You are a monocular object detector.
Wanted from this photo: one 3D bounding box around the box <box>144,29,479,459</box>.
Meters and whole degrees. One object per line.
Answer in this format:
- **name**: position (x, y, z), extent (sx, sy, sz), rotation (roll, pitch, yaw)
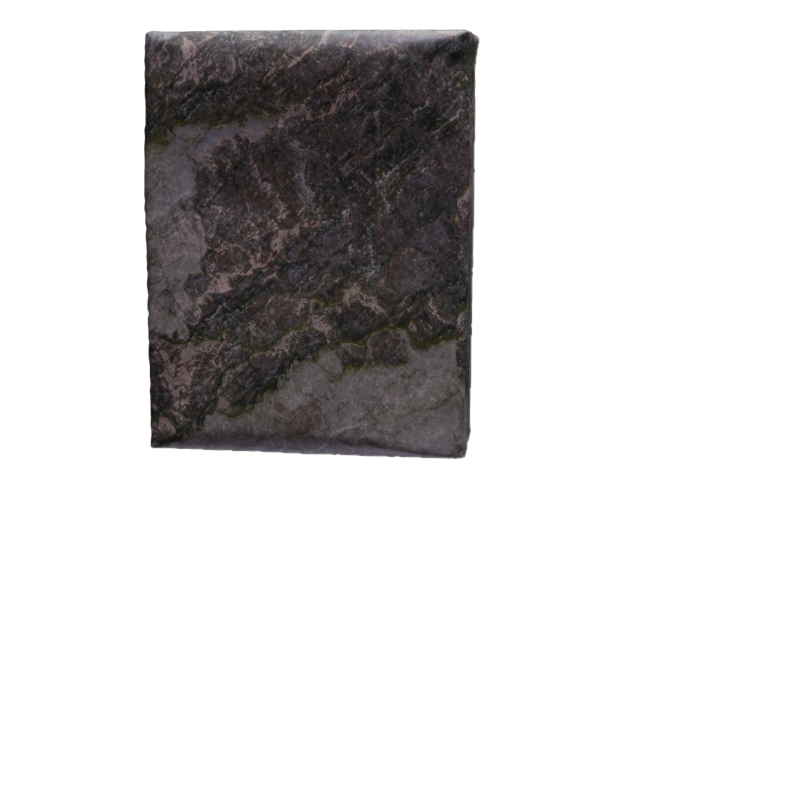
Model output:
- **box**: position (-0.045, -0.081, 0.570), extent (0.166, 0.210, 0.072), rotation (2, 9, 9)
